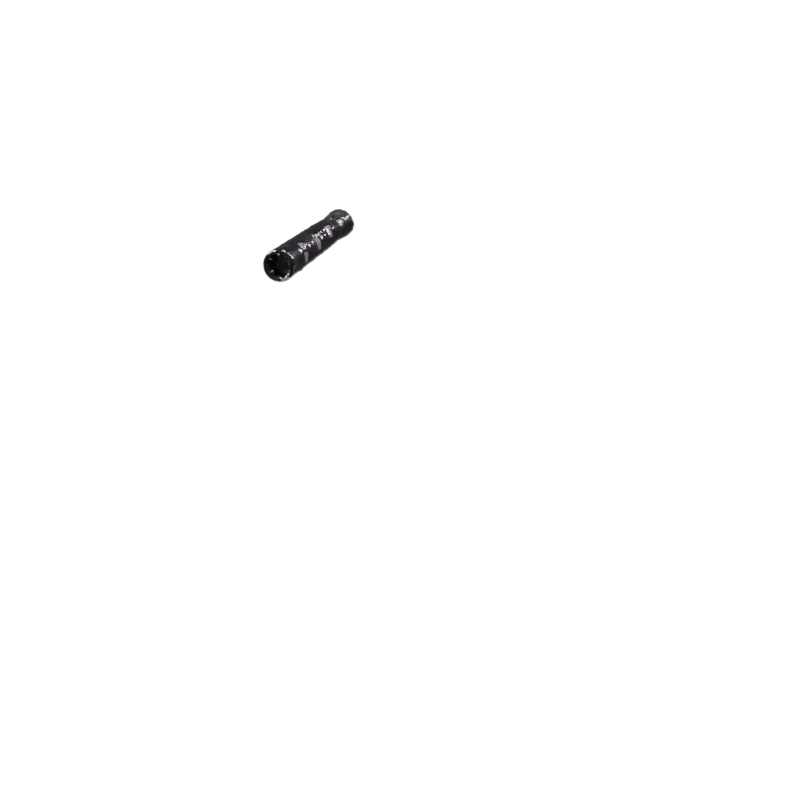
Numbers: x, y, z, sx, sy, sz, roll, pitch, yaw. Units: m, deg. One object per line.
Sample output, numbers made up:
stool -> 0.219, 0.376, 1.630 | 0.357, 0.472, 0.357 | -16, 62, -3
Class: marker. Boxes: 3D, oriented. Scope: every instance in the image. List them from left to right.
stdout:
marker -> -0.052, -0.095, 0.666 | 0.020, 0.019, 0.123 | 1, 20, 15
